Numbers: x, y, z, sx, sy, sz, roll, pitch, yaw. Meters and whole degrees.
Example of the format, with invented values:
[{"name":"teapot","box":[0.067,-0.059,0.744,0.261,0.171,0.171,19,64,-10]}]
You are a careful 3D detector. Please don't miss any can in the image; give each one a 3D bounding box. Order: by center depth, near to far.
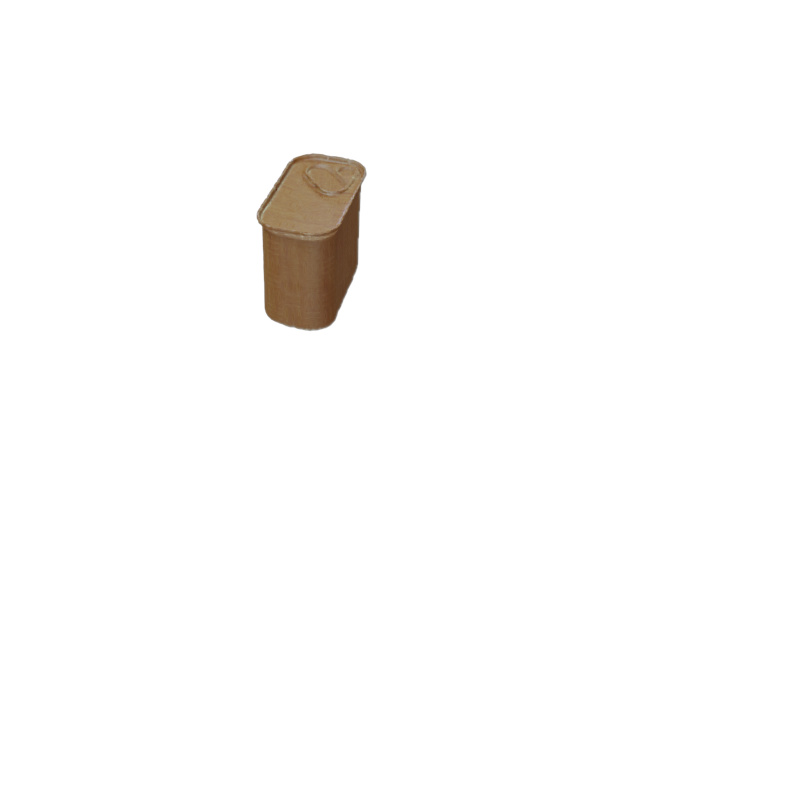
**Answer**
[{"name":"can","box":[-0.061,-0.111,0.777,0.059,0.078,0.107,10,39,9]}]
